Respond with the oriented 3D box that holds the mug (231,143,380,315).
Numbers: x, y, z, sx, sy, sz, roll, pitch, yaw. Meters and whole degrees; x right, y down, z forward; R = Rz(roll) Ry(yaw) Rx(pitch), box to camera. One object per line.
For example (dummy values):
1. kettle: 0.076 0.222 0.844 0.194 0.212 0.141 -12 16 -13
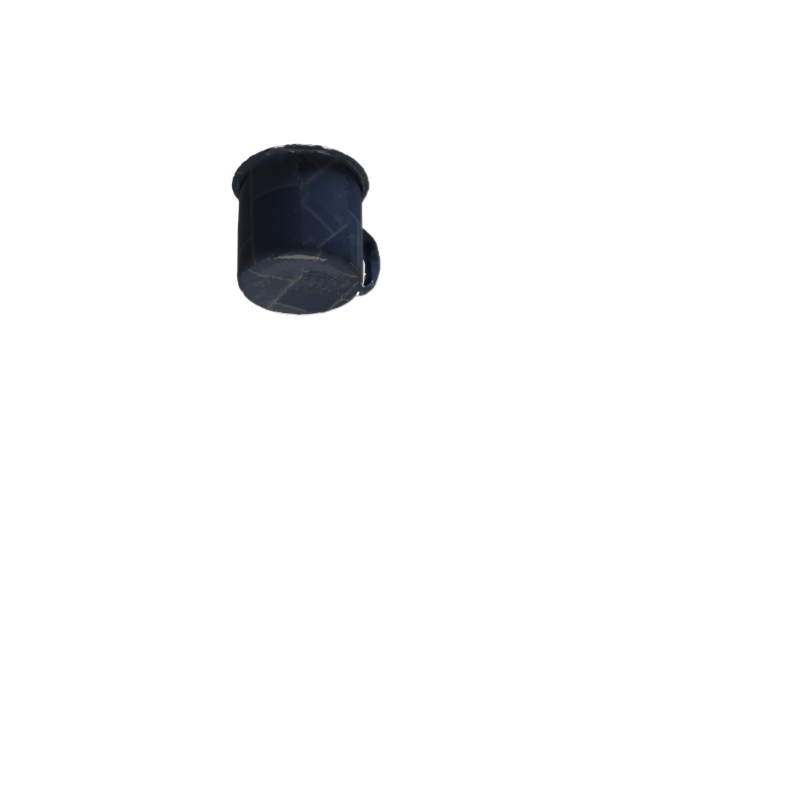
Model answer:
1. mug: -0.058 -0.105 0.736 0.093 0.087 0.110 -25 -36 37
